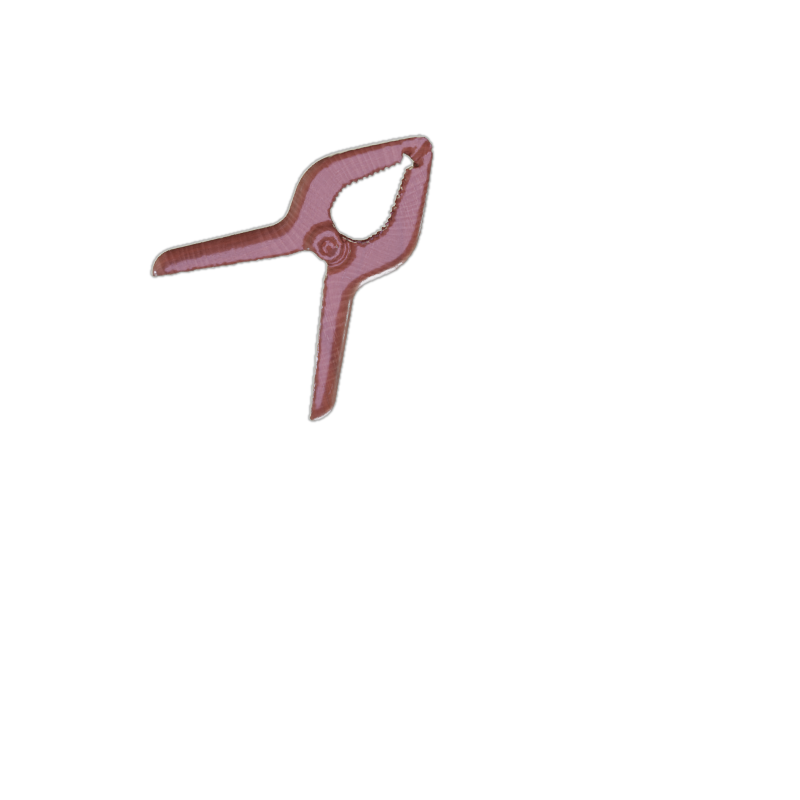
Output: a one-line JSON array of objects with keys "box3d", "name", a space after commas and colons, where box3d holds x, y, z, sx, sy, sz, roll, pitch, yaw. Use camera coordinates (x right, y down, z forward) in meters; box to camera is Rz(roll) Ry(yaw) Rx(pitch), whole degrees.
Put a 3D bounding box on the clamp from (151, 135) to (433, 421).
[{"box3d": [-0.061, -0.111, 0.779, 0.163, 0.208, 0.037, 36, 6, -5], "name": "clamp"}]
